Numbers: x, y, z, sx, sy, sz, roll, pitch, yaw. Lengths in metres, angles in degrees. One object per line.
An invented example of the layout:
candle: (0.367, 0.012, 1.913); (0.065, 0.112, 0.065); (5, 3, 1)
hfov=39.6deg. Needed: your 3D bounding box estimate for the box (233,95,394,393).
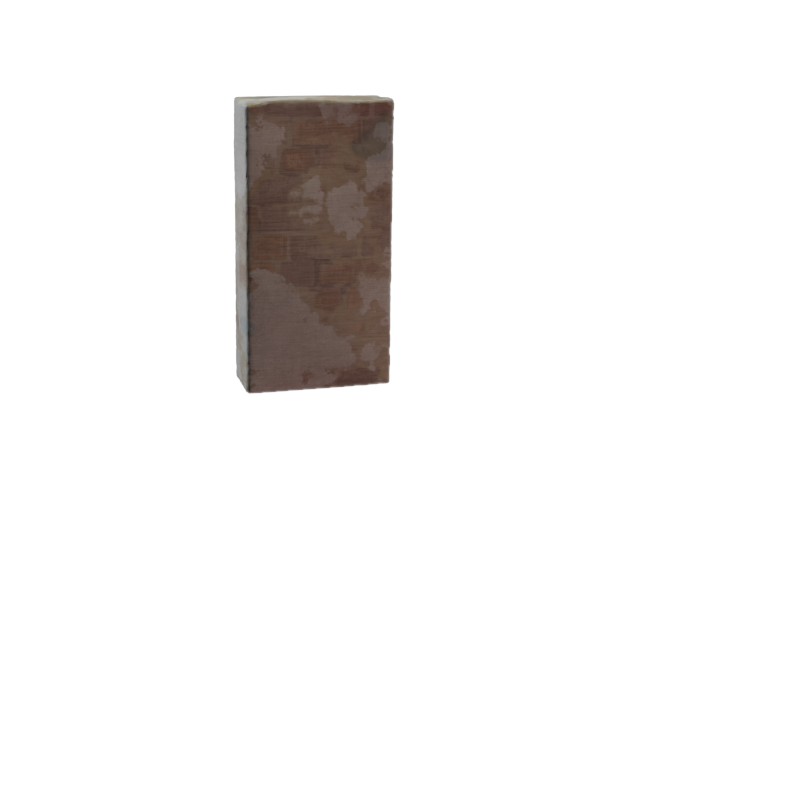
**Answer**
box: (-0.053, -0.097, 0.677); (0.092, 0.171, 0.050); (-3, 14, -15)
